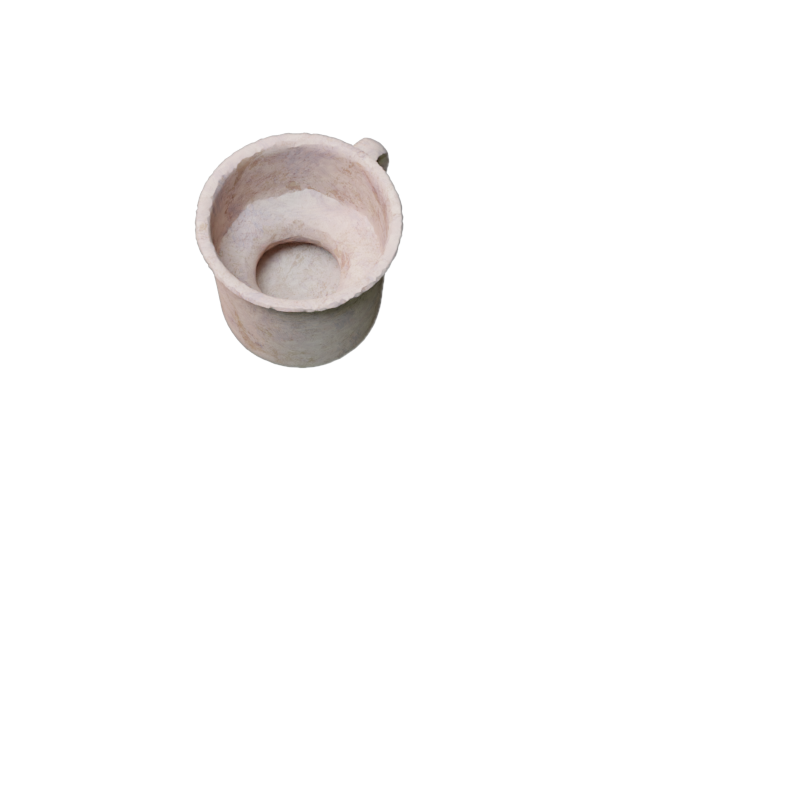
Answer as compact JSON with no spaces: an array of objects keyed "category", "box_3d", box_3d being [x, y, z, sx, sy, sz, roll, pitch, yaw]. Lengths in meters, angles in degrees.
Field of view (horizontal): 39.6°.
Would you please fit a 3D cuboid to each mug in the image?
[{"category":"mug","box_3d":[-0.042,-0.076,0.533,0.096,0.120,0.077,28,-24,11]}]
